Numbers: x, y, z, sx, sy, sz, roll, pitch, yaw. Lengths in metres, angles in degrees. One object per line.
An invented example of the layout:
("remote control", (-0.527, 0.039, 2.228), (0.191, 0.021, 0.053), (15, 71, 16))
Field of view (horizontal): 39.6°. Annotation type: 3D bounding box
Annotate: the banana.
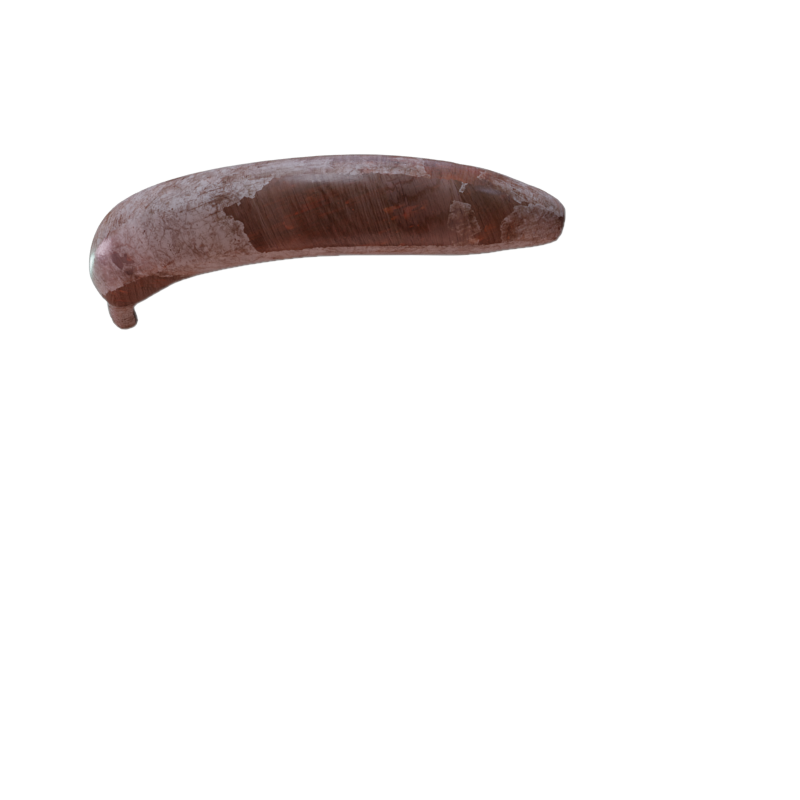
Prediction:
("banana", (-0.044, -0.063, 0.406), (0.202, 0.038, 0.065), (-7, -16, 26))
